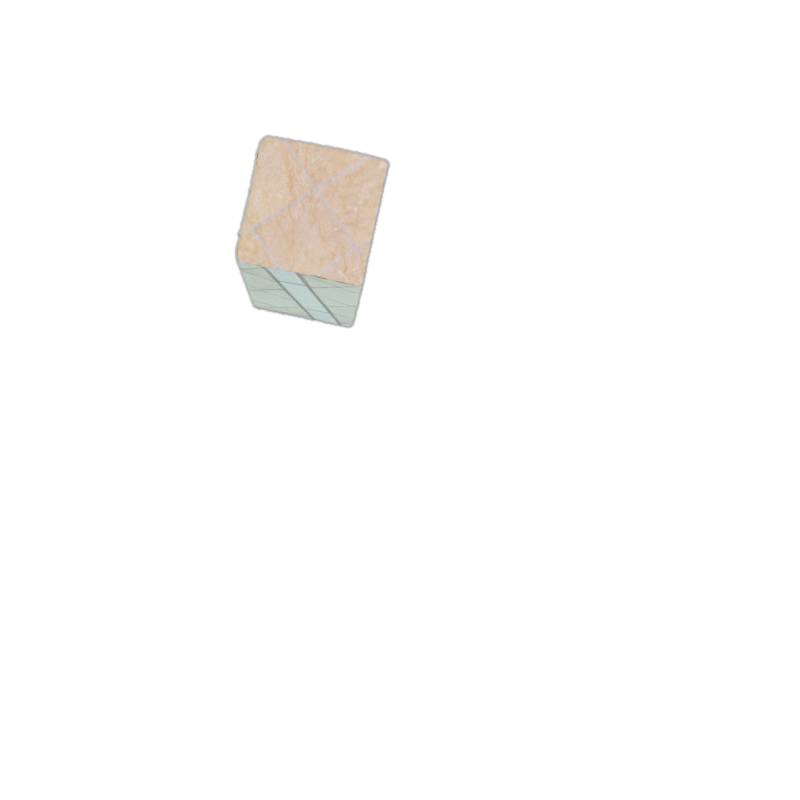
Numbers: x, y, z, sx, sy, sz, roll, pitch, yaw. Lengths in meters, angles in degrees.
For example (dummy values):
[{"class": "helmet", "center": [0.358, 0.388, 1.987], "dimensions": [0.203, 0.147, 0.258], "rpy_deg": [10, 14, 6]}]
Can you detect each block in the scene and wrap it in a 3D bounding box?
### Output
[{"class": "block", "center": [-0.066, -0.120, 0.838], "dimensions": [0.090, 0.092, 0.203], "rpy_deg": [12, -6, -3]}]
